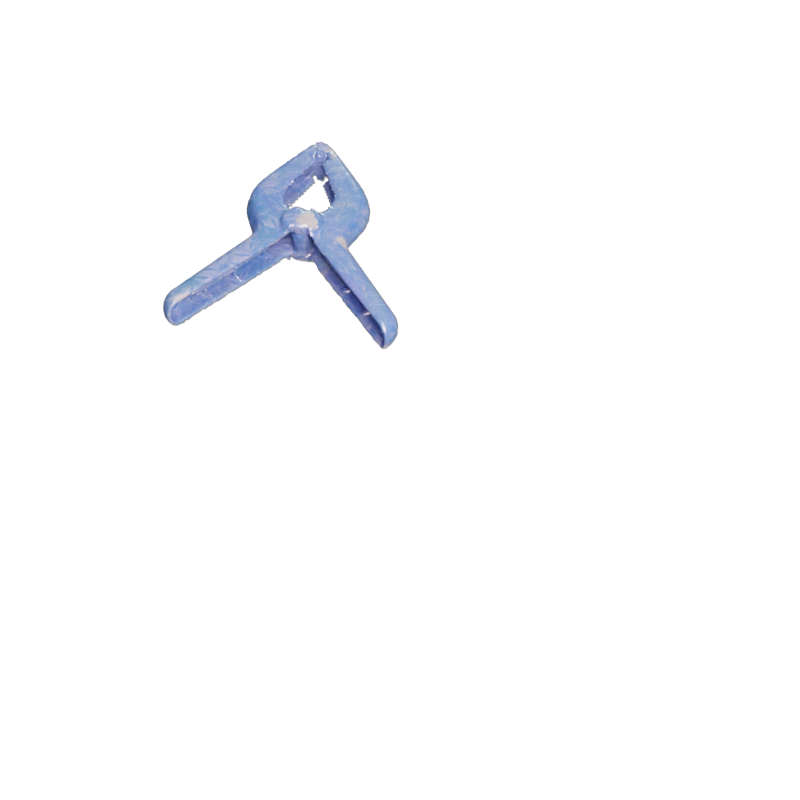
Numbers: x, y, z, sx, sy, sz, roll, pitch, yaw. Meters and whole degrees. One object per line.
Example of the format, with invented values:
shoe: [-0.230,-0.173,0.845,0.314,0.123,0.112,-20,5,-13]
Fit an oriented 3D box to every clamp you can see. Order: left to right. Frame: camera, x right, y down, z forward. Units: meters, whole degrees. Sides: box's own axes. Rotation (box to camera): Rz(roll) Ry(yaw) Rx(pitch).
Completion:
clamp: [-0.065,-0.118,0.830,0.168,0.034,0.221,10,47,10]
